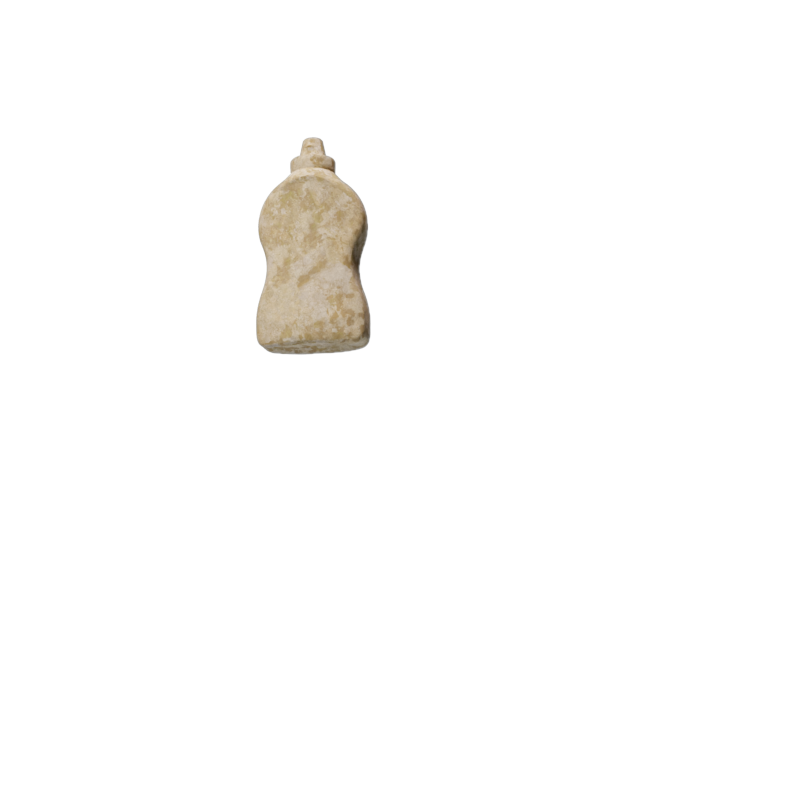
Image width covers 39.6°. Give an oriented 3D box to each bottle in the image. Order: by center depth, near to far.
[{"bbox_3d":[-0.076,-0.139,0.974,0.097,0.200,0.055,-5,-17,12],"label":"bottle"}]
